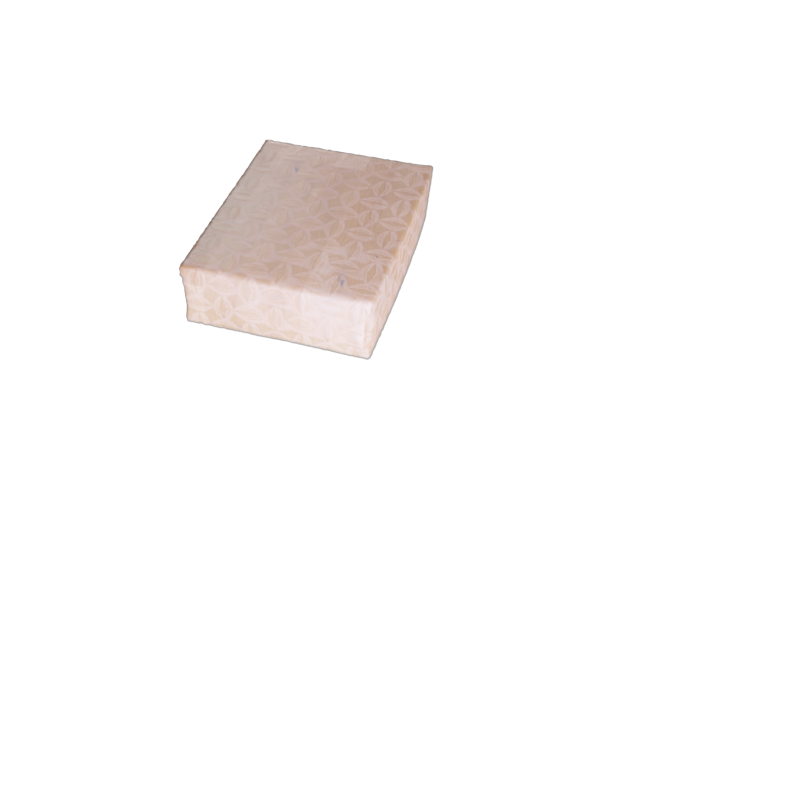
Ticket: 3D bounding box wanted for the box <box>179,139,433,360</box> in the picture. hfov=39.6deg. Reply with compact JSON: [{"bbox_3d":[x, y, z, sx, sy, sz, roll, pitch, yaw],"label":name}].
[{"bbox_3d":[-0.041,-0.075,0.526,0.092,0.036,0.119,11,42,12],"label":"box"}]
